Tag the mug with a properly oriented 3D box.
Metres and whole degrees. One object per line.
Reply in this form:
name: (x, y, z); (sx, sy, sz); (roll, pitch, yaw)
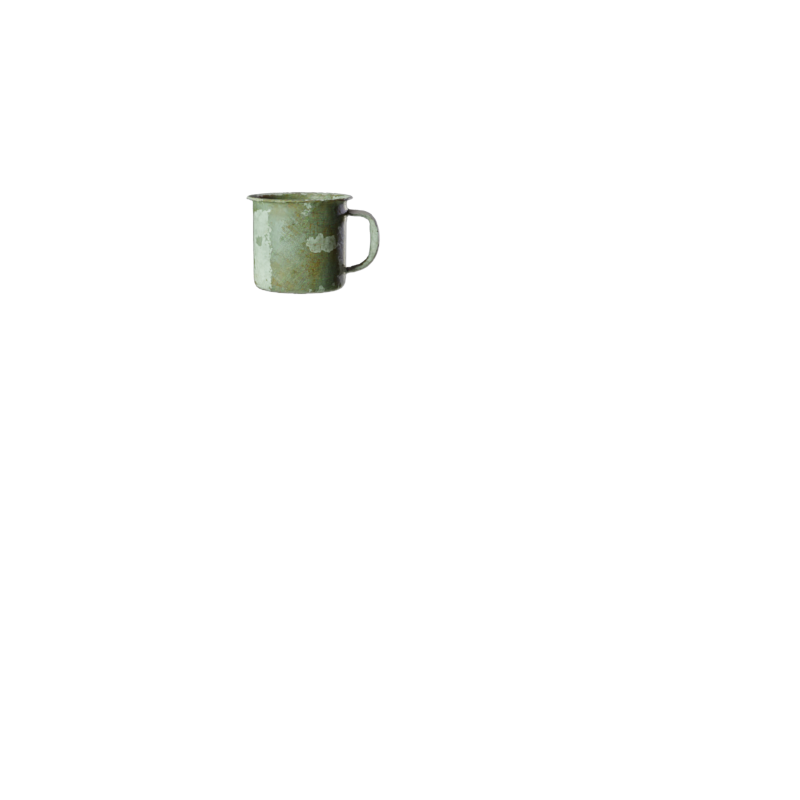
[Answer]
mug: (-0.076, -0.139, 0.974); (0.116, 0.080, 0.096); (-1, 11, -8)
